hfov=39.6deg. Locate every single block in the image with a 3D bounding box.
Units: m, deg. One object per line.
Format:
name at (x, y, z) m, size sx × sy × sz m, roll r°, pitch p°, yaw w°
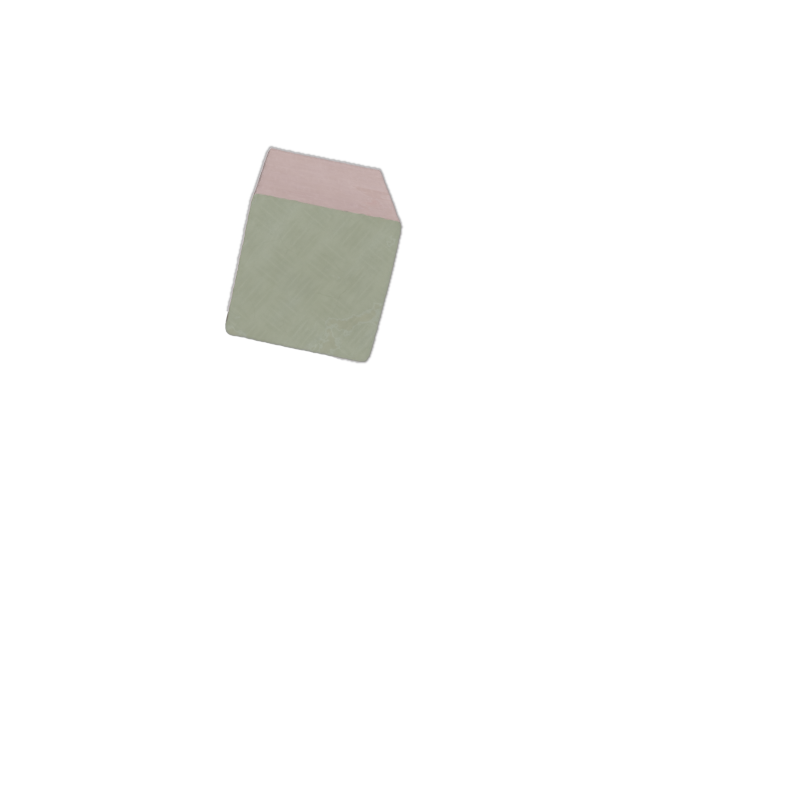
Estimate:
block at (-0.058, -0.106, 0.746) m, size 0.090 × 0.087 × 0.214 m, roll 11°, pitch 18°, yaw -8°
